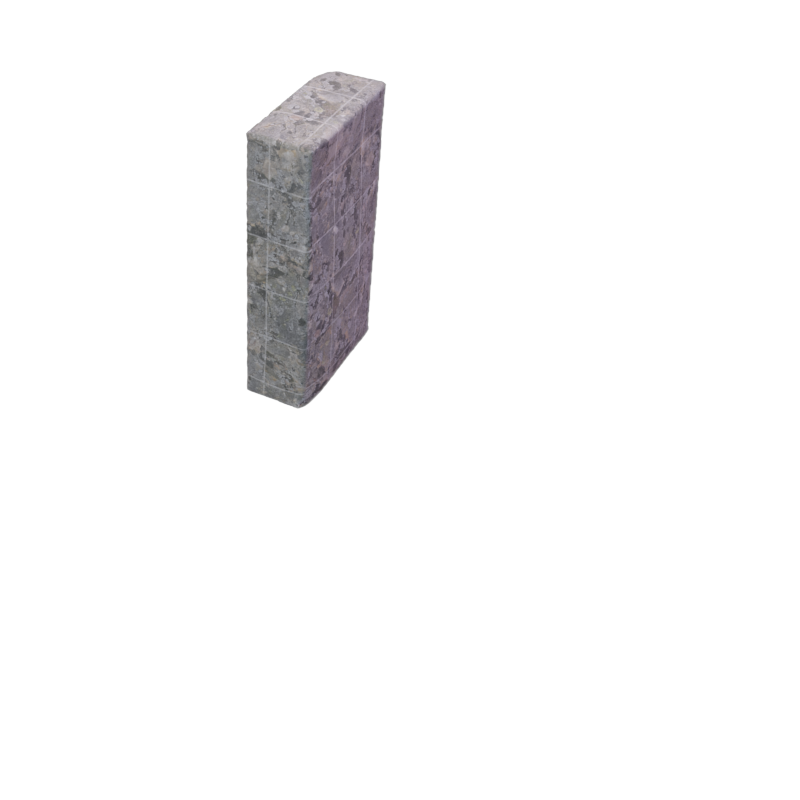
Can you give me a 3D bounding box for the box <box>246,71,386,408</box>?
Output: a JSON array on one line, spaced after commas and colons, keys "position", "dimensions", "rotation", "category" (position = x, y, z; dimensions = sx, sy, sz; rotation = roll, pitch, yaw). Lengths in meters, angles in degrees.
[{"position": [-0.050, -0.091, 0.637], "dimensions": [0.050, 0.165, 0.096], "rotation": [16, 38, 18], "category": "box"}]
